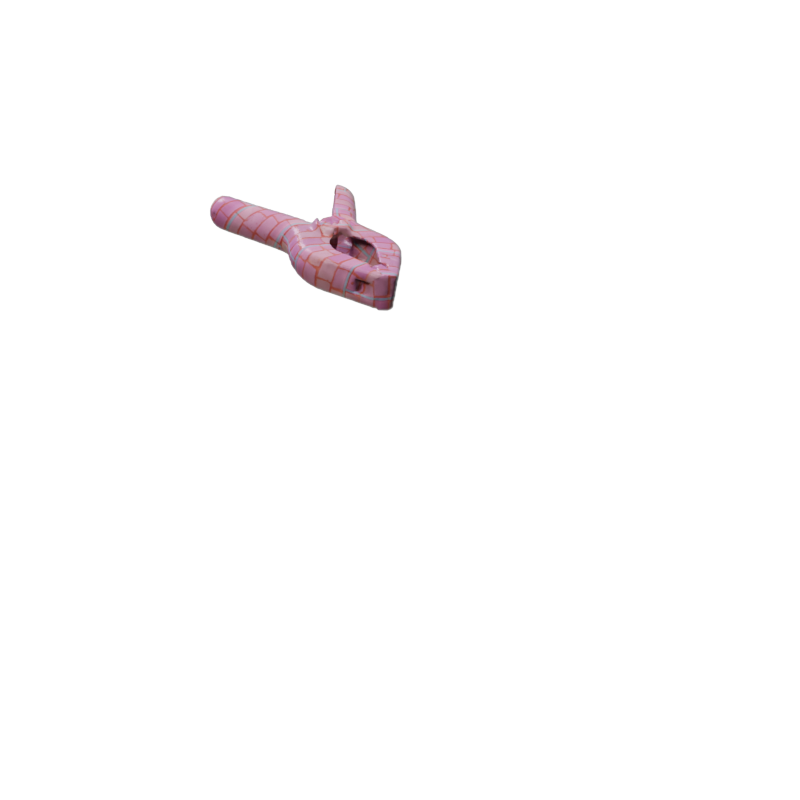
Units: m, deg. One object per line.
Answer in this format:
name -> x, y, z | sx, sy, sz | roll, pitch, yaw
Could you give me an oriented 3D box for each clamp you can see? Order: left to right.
clamp -> -0.063, -0.114, 0.799 | 0.118, 0.037, 0.184 | -11, 32, -20
